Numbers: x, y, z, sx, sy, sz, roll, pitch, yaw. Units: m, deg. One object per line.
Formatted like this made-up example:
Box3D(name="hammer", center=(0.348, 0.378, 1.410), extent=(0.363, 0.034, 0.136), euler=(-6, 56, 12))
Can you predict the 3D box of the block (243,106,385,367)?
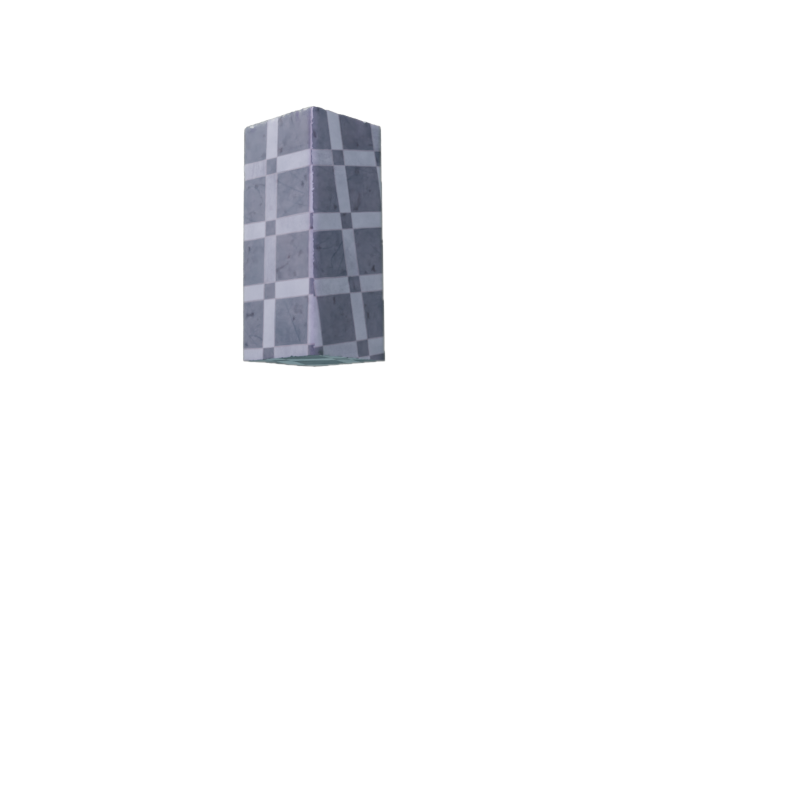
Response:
Box3D(name="block", center=(-0.075, -0.137, 0.956), extent=(0.093, 0.211, 0.086), euler=(-9, -13, 42))
